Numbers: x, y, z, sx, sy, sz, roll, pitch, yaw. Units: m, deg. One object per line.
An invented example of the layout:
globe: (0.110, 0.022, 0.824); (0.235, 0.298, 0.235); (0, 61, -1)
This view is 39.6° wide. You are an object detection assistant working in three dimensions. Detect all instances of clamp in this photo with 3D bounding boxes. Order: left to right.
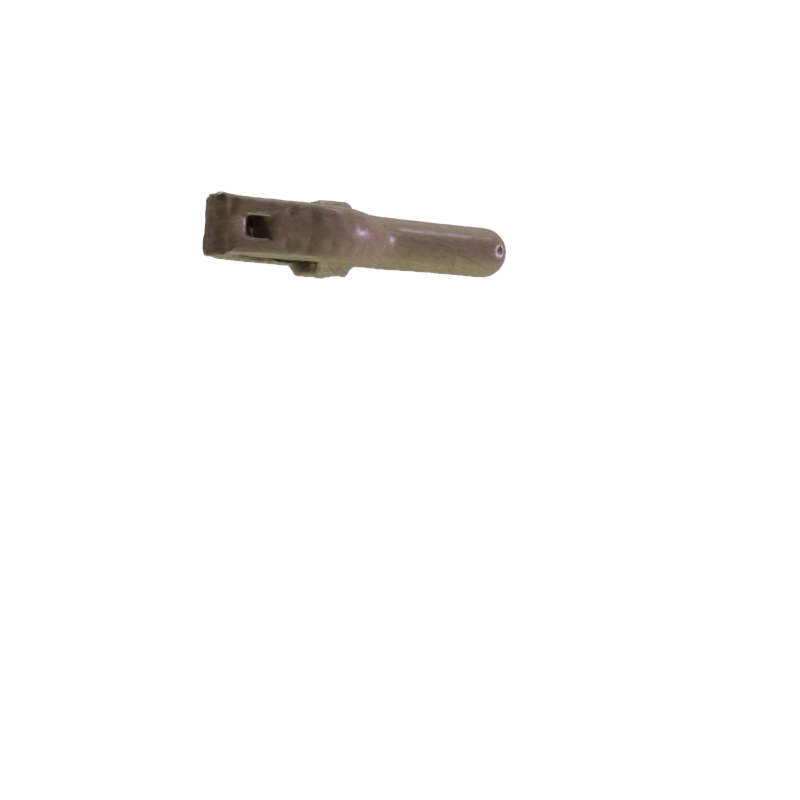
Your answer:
clamp: (-0.042, -0.077, 0.539); (0.124, 0.040, 0.163); (-2, -3, 41)
